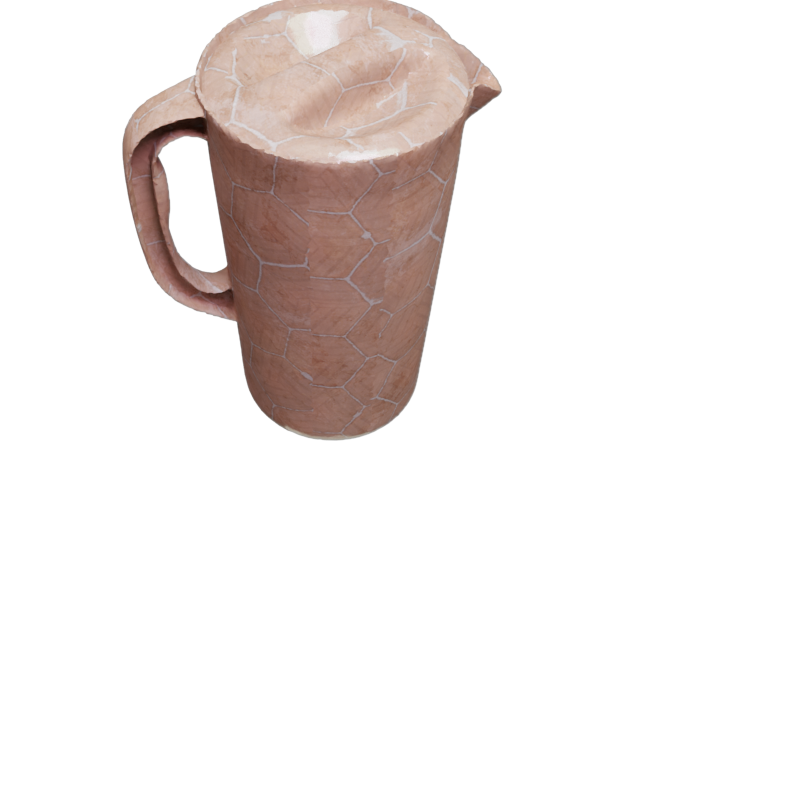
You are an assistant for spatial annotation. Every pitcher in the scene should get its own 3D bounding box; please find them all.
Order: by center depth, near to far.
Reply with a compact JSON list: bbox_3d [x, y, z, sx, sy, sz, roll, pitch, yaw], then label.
[{"bbox_3d":[-0.047,-0.087,0.606,0.156,0.226,0.149,26,53,18],"label":"pitcher"}]
